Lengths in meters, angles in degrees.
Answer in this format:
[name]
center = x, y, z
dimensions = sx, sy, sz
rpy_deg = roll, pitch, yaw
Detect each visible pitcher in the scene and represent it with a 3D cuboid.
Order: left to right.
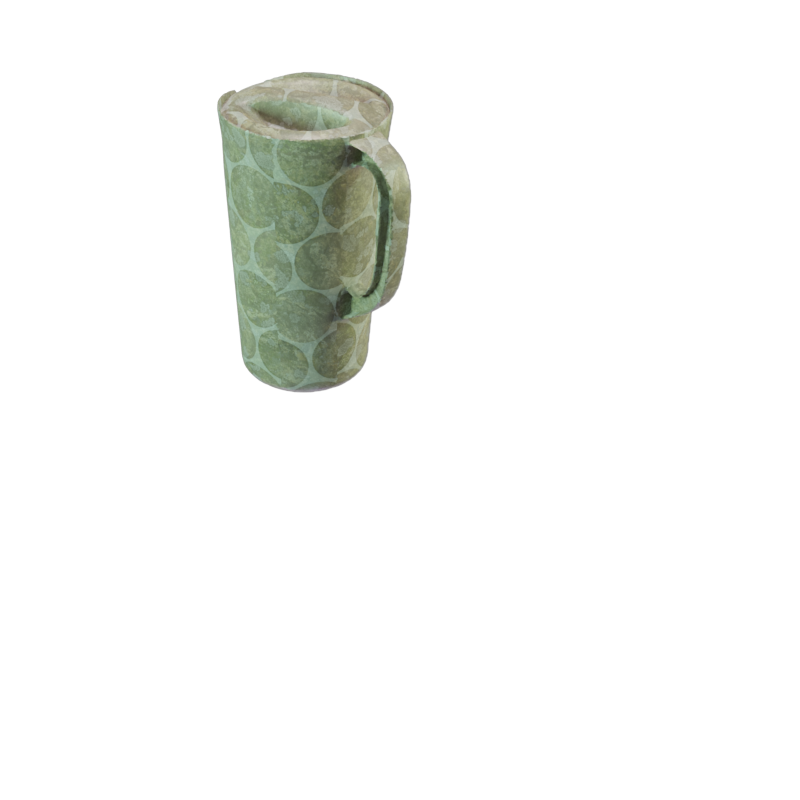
[pitcher]
center = -0.069, -0.126, 0.881
dimensions = 0.145, 0.228, 0.159
rpy_deg = 2, 33, -1
